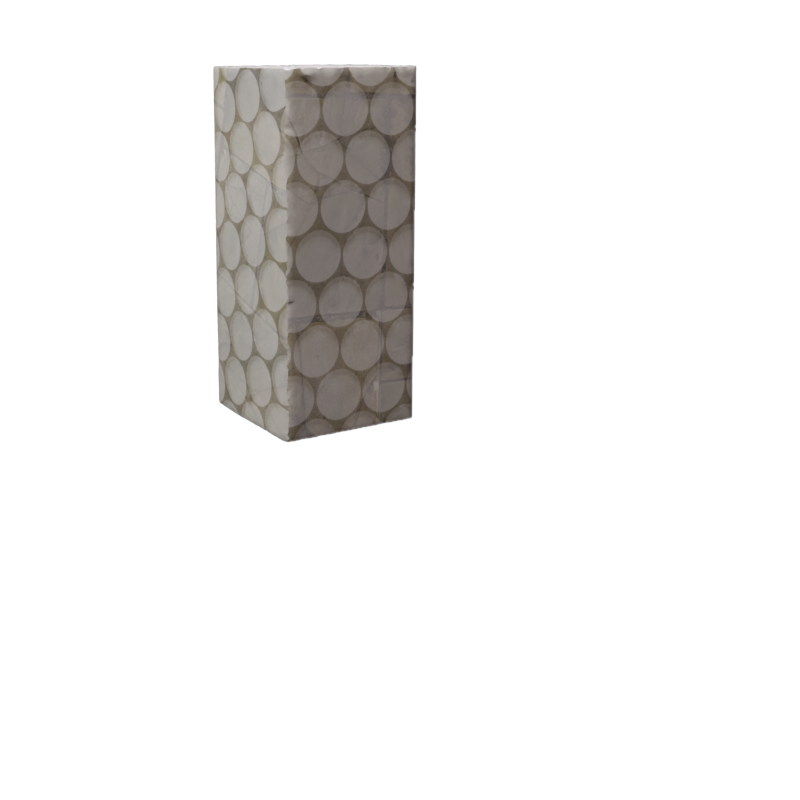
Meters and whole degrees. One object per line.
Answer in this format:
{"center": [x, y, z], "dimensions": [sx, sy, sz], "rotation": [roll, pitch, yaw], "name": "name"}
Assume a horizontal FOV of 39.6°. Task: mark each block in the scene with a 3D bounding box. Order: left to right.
{"center": [-0.051, -0.093, 0.654], "dimensions": [0.088, 0.201, 0.095], "rotation": [-6, 13, -32], "name": "block"}
